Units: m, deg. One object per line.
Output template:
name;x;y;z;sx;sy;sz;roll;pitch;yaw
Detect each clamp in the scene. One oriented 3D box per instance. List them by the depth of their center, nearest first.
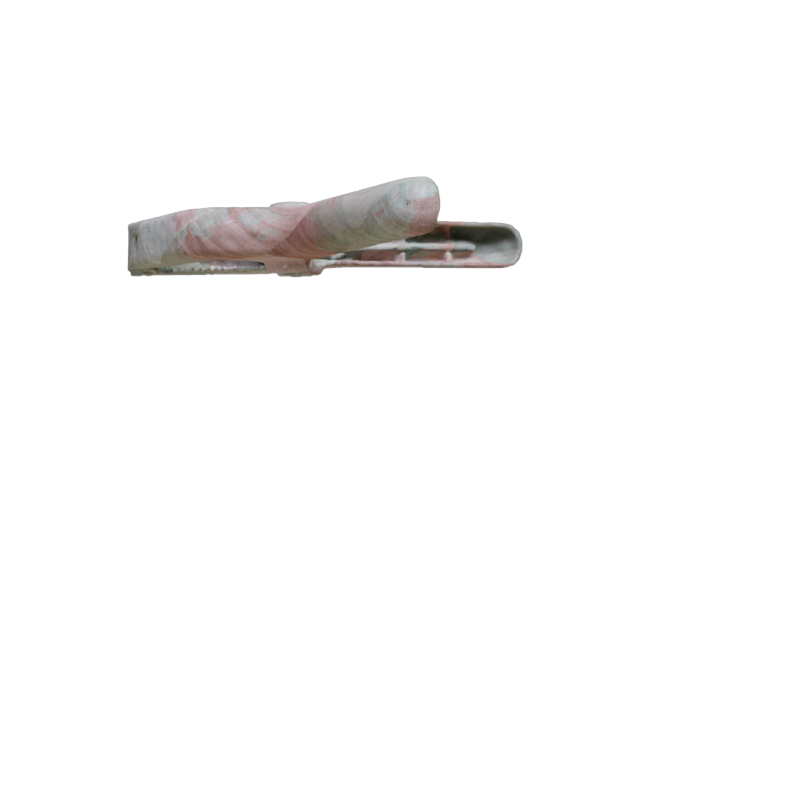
clamp;-0.046;-0.083;0.582;0.216;0.037;0.158;-1;-1;28
